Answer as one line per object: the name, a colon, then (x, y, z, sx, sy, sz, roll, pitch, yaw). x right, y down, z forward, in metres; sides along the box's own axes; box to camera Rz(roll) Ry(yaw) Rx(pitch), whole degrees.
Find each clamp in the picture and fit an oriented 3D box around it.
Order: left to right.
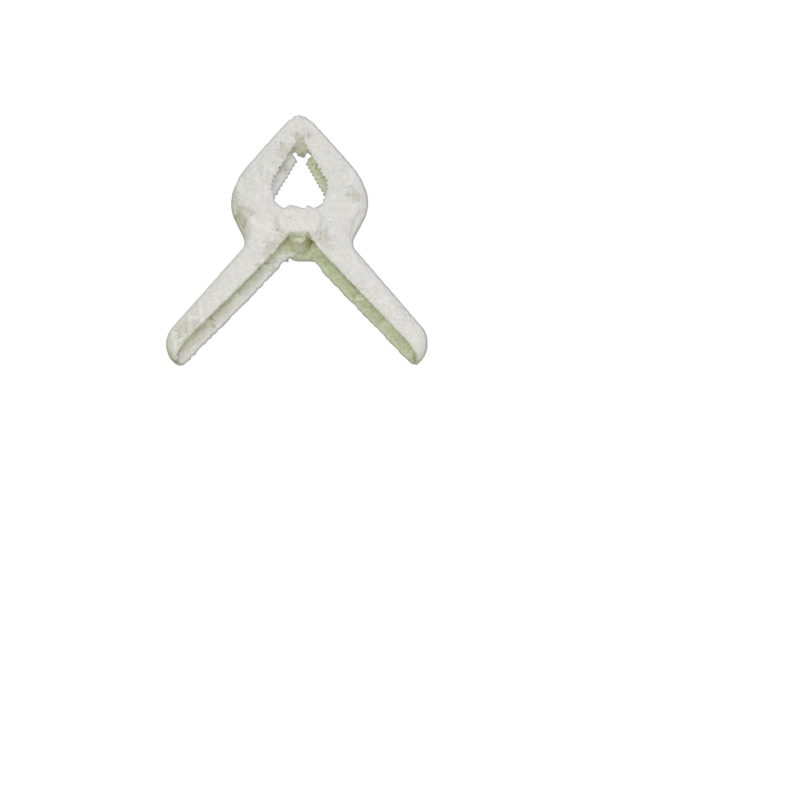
clamp: (-0.059, -0.107, 0.753, 0.165, 0.223, 0.034, 5, -35, 3)
